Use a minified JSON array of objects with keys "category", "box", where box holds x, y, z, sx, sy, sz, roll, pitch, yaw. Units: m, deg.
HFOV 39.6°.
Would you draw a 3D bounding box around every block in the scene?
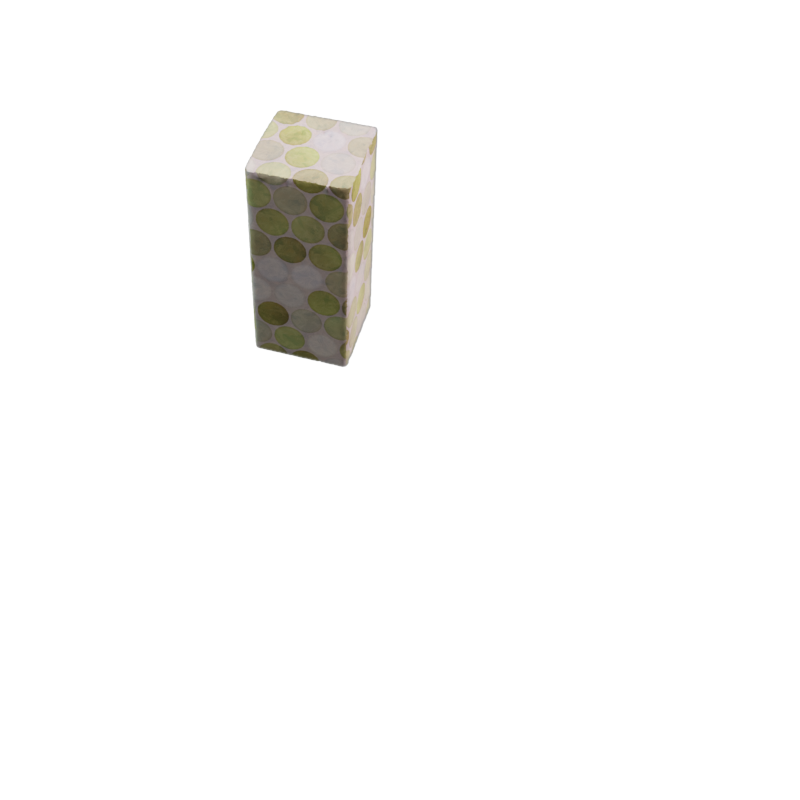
[{"category":"block","box":[-0.076,-0.138,0.968,0.092,0.192,0.095,13,46,9]}]
